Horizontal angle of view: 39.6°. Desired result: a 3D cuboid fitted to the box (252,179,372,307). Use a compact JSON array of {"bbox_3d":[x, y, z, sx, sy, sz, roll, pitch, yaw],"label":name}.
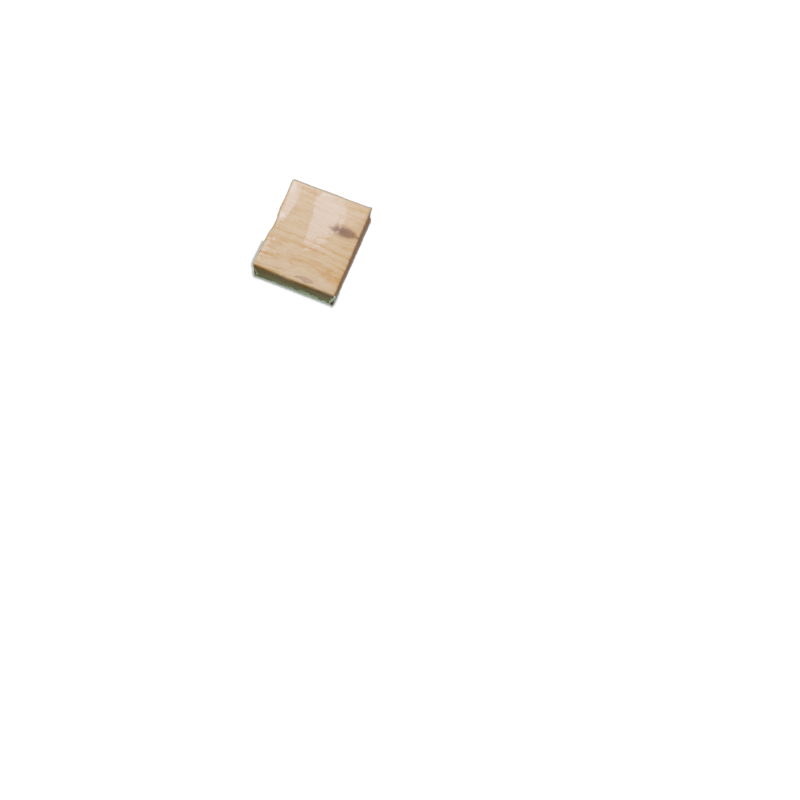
[{"bbox_3d":[-0.072,-0.132,0.926,0.074,0.092,0.029,21,-21,8],"label":"box"}]
